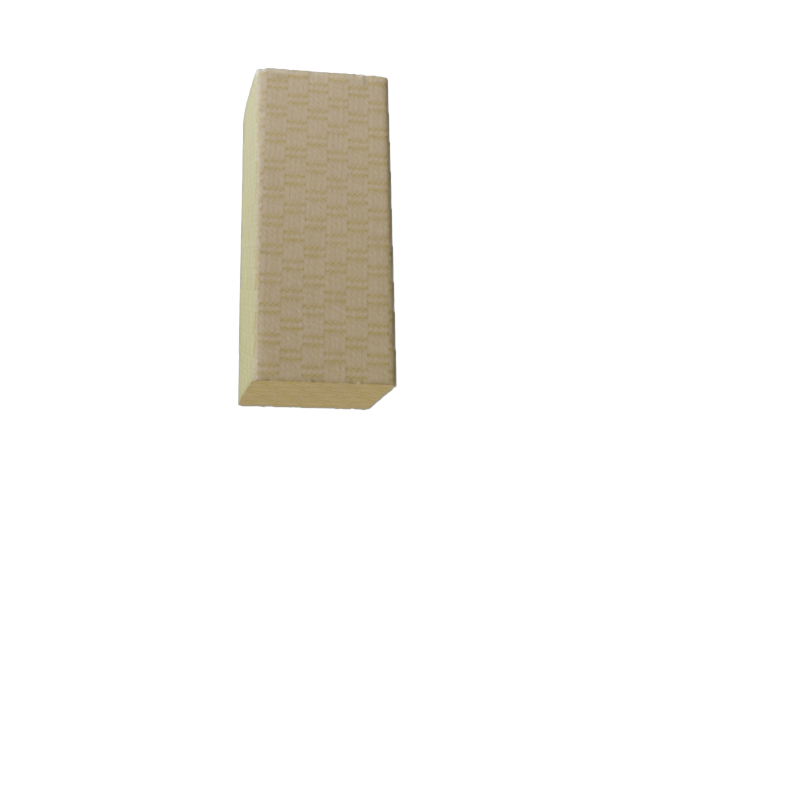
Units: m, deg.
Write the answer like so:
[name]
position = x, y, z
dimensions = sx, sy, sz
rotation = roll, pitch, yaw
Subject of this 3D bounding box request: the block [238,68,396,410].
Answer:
[block]
position = -0.058, -0.105, 0.733
dimensions = 0.089, 0.215, 0.088
rotation = 2, -17, -12
